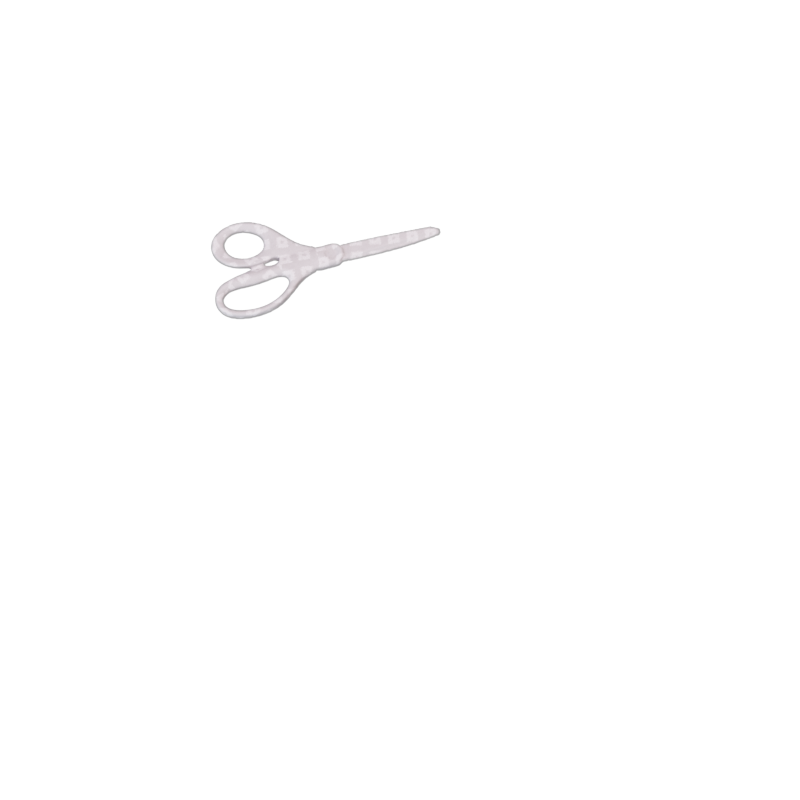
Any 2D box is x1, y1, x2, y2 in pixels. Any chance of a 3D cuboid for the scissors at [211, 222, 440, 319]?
[{"bbox_3d":[-0.075,-0.137,0.958,0.201,0.102,0.015,-29,-22,-13],"label":"scissors"}]
